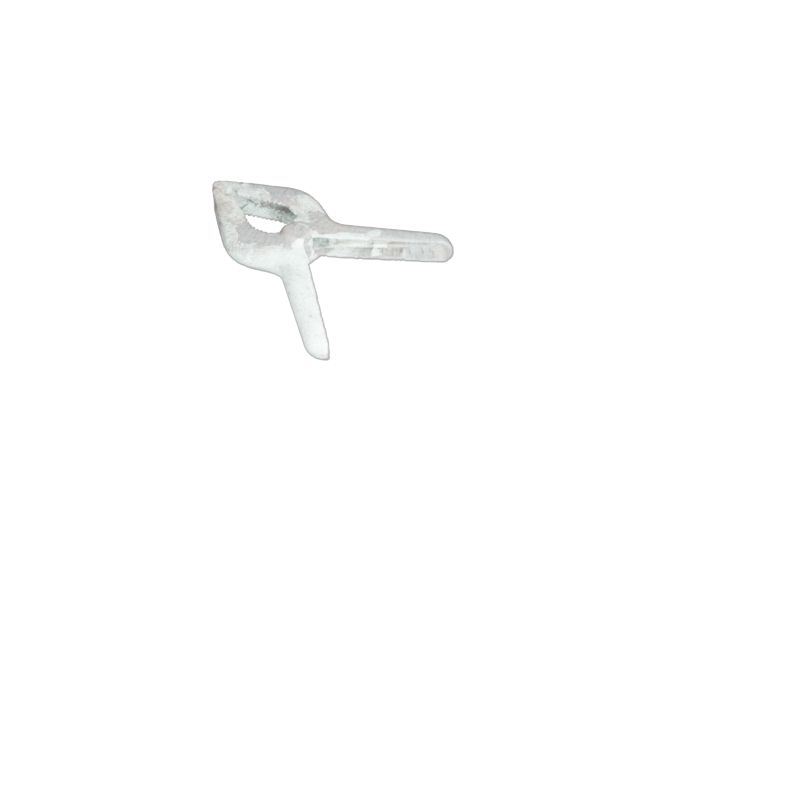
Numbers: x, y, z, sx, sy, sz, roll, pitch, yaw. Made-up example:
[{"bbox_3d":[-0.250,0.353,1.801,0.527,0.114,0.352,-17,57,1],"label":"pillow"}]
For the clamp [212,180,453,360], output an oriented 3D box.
[{"bbox_3d":[-0.072,-0.132,0.924,0.165,0.034,0.225,-32,54,-28],"label":"clamp"}]
